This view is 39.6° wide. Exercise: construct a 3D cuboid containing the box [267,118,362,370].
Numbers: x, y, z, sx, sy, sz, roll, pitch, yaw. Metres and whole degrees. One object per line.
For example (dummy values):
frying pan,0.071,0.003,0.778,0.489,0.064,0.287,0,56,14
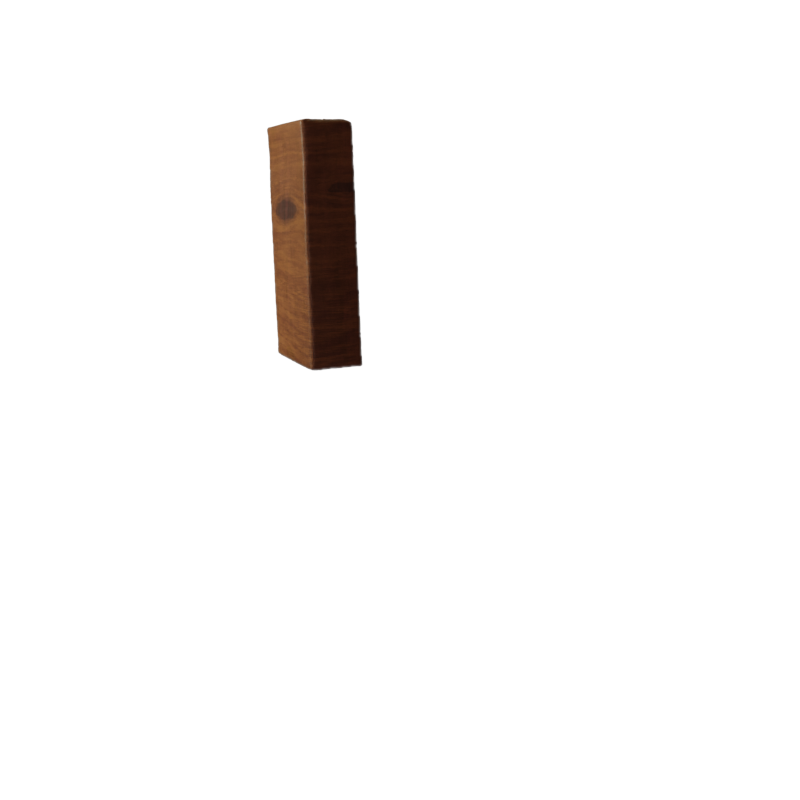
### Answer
box,-0.064,-0.117,0.817,0.047,0.175,0.096,-1,5,-21
